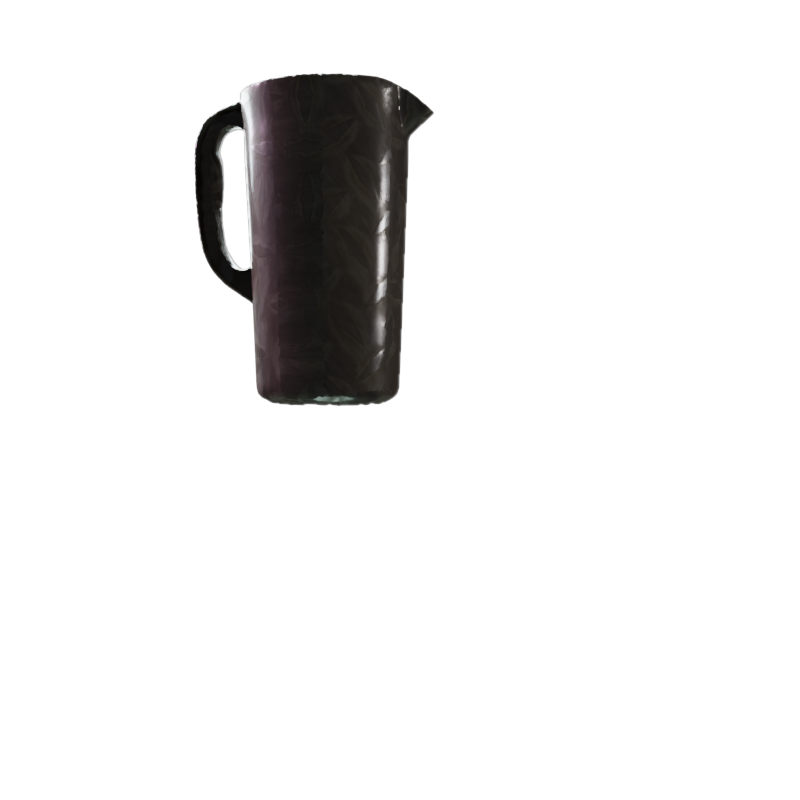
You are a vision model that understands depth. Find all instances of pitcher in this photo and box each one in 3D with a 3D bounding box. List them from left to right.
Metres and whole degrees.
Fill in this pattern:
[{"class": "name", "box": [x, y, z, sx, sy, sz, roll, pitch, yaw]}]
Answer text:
[{"class": "pitcher", "box": [-0.066, -0.121, 0.848, 0.140, 0.245, 0.153, 1, -3, -32]}]
